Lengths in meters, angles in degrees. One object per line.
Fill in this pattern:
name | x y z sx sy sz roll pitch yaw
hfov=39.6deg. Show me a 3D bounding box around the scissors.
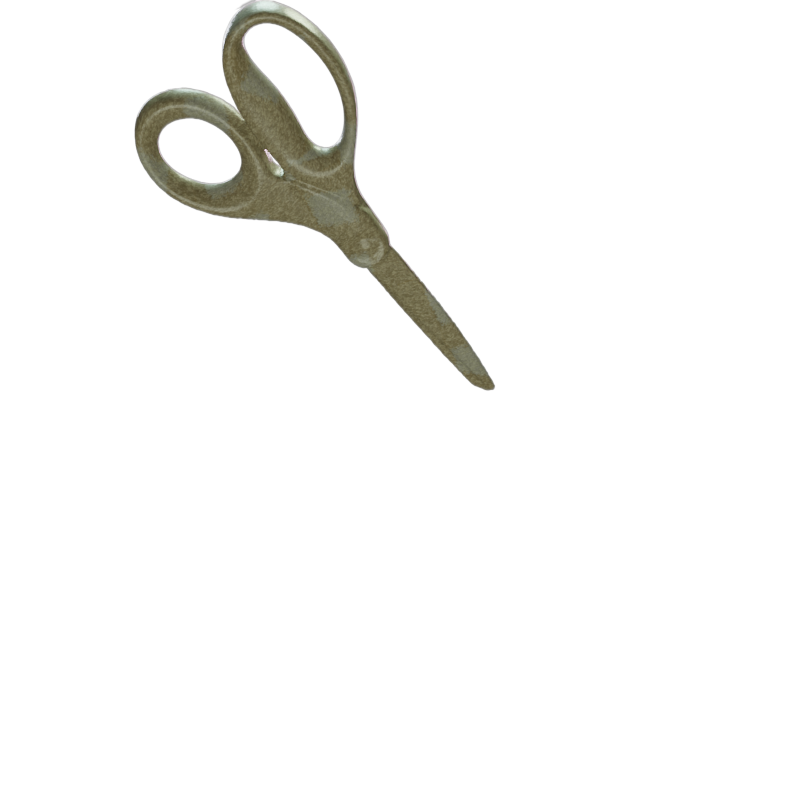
scissors | -0.035 -0.064 0.451 0.097 0.188 0.017 -17 32 11
